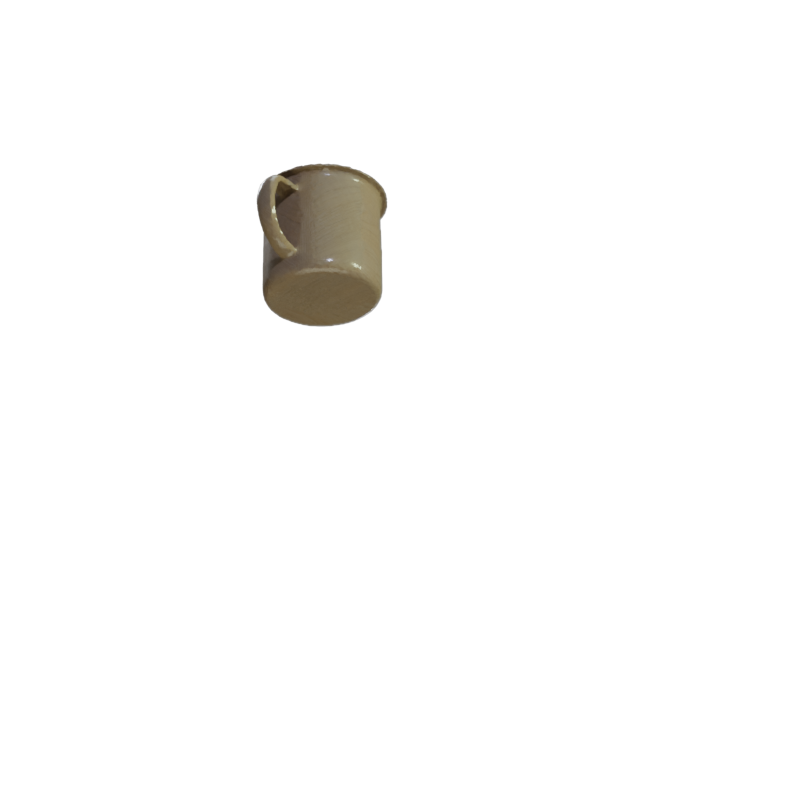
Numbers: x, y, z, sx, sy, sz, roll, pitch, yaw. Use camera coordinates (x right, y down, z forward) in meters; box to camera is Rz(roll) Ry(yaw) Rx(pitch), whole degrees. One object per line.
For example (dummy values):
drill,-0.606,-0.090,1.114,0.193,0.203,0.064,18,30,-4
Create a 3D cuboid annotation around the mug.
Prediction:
mug,-0.059,-0.108,0.760,0.094,0.087,0.108,-16,-33,24
